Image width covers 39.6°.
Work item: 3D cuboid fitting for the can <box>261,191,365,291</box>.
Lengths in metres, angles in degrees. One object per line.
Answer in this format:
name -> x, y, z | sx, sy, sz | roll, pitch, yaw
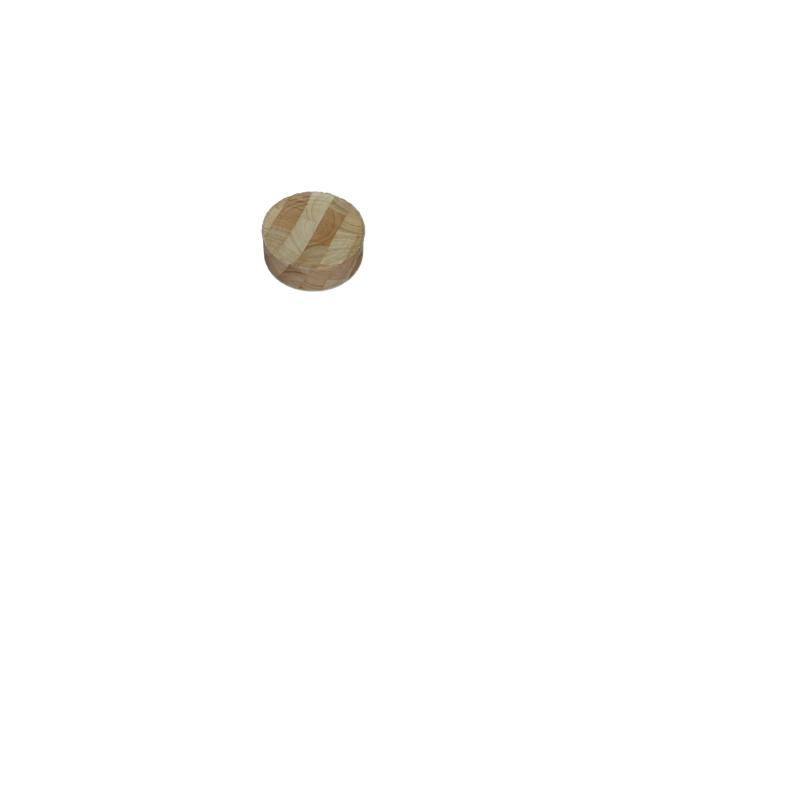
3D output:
can -> -0.072, -0.132, 0.926 | 0.086, 0.092, 0.031 | -1, -38, -1
